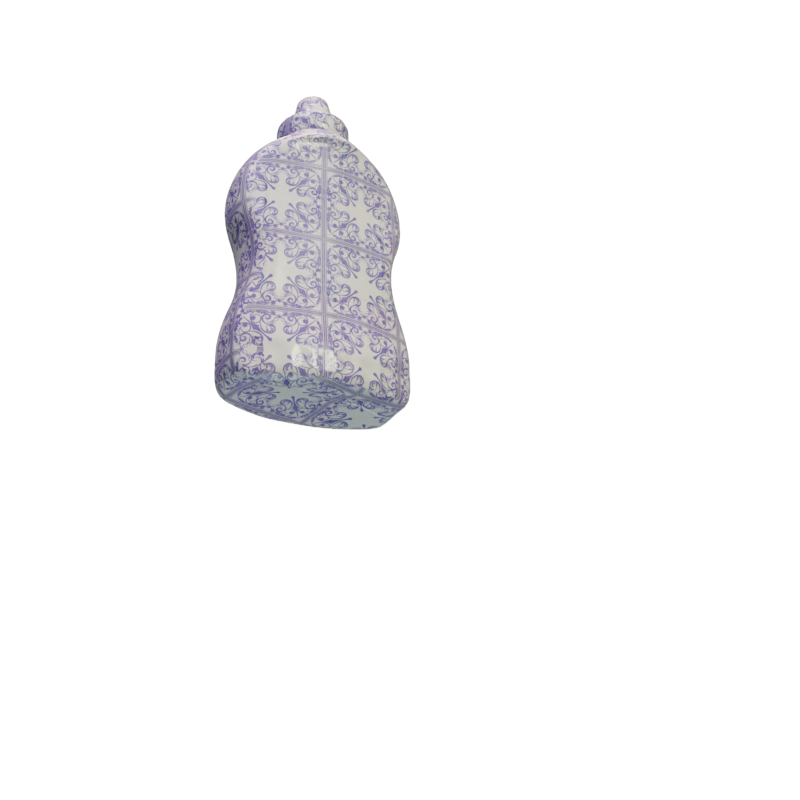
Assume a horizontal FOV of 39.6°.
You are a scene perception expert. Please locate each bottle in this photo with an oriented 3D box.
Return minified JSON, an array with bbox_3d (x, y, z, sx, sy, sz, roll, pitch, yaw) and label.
[{"bbox_3d":[-0.047,-0.084,0.591,0.093,0.204,0.056,10,-33,-20],"label":"bottle"}]
